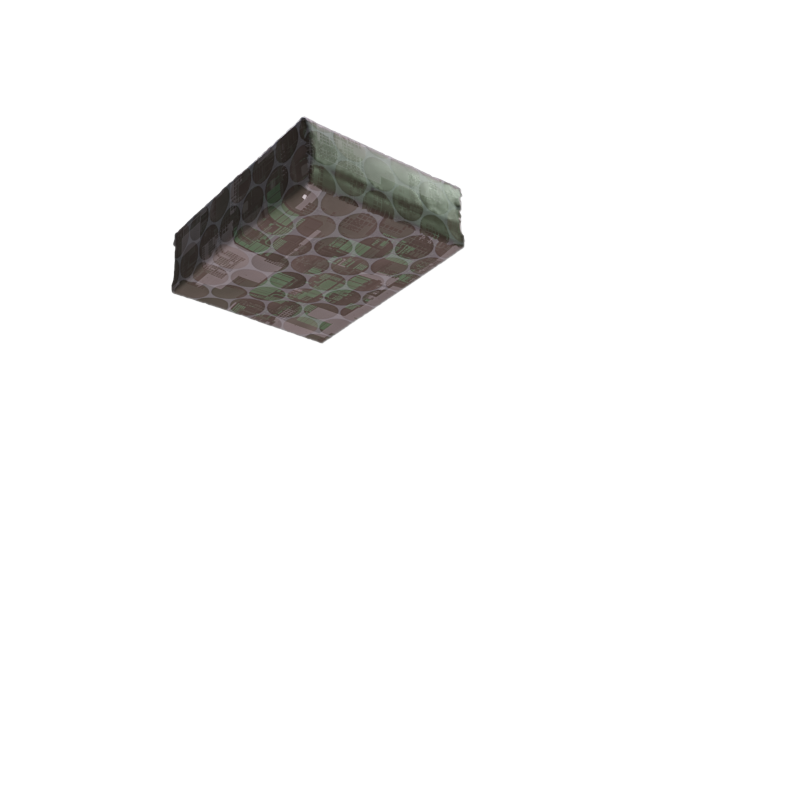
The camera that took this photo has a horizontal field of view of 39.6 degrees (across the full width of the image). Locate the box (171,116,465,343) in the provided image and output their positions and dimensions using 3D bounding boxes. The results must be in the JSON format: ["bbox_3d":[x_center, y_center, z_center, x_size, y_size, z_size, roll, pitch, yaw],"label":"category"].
[{"bbox_3d":[-0.040,-0.073,0.513,0.085,0.041,0.113,19,-32,-34],"label":"box"}]
